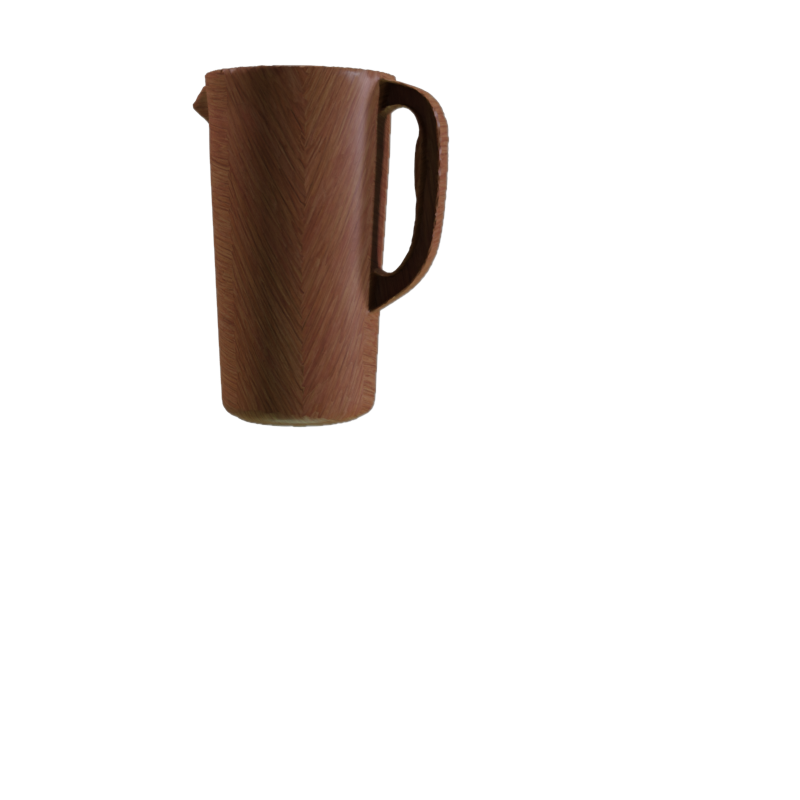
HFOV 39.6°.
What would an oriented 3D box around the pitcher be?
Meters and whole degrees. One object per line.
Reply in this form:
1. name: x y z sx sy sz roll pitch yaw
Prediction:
1. pitcher: -0.060 -0.110 0.767 0.141 0.241 0.155 -2 5 -24
